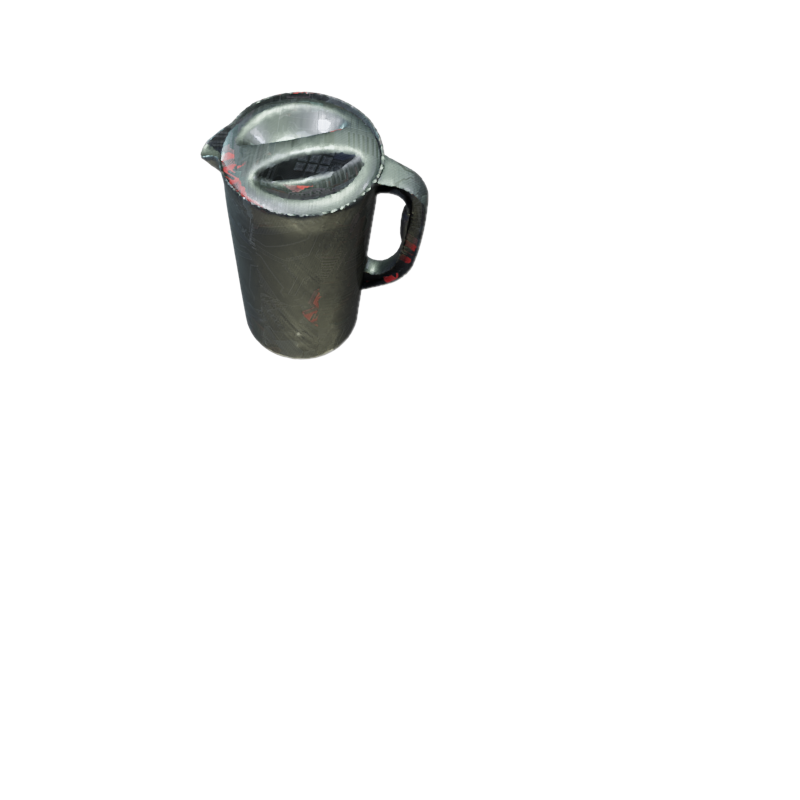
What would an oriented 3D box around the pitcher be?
[{"bbox_3d":[-0.076,-0.138,0.969,0.145,0.159,0.227,-30,-27,-20],"label":"pitcher"}]
